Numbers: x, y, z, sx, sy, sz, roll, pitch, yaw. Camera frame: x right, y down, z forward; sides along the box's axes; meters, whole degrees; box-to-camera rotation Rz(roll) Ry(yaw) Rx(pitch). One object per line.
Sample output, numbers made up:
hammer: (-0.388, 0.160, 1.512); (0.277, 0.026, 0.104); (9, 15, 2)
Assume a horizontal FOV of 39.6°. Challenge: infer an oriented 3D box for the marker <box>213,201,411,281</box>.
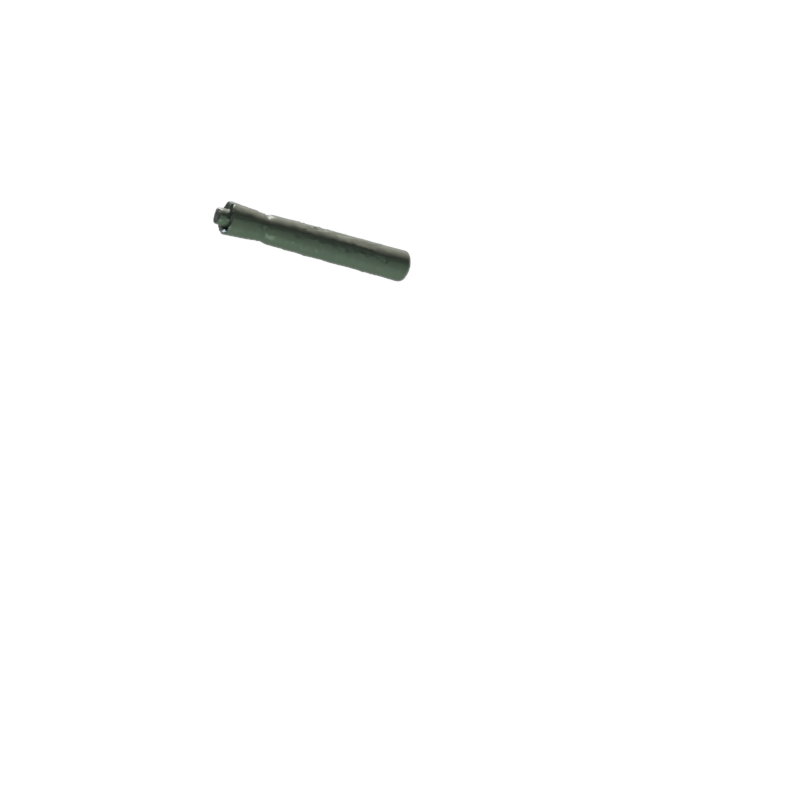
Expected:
marker: (-0.049, -0.089, 0.624); (0.116, 0.020, 0.020); (12, -2, -27)
